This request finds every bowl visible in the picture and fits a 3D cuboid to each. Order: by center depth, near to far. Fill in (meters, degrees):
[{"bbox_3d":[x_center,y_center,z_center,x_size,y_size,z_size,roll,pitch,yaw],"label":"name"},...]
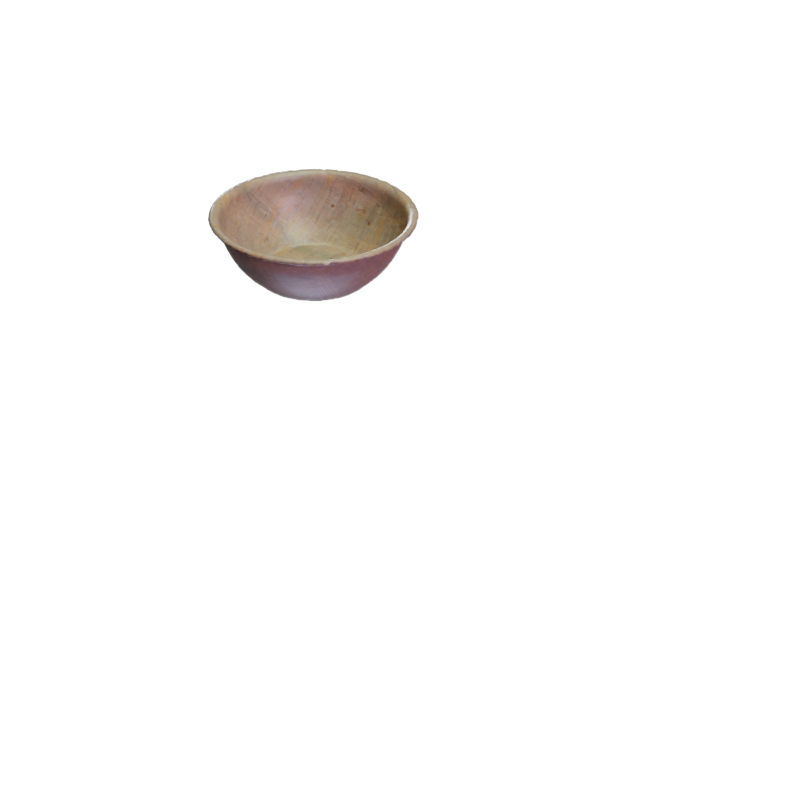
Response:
[{"bbox_3d":[-0.068,-0.124,0.865,0.162,0.052,0.173,-1,34,-2],"label":"bowl"}]
